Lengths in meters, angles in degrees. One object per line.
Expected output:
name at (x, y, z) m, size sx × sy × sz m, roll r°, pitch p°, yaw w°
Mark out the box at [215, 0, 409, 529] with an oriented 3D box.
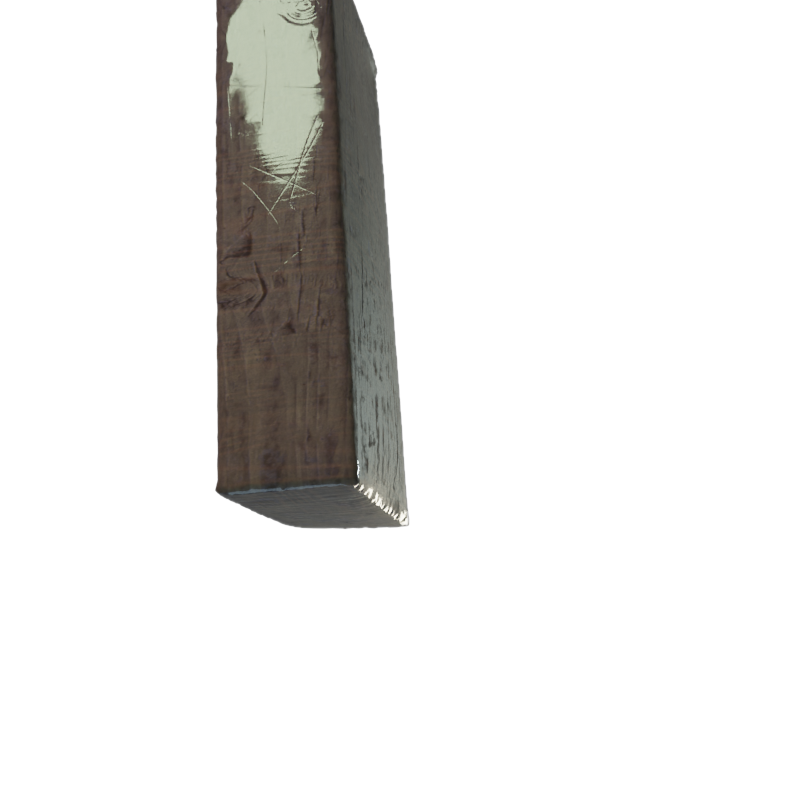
box at (-0.028, -0.052, 0.364) m, size 0.049 × 0.184 × 0.088 m, roll -5°, pitch -19°, yaw 9°
